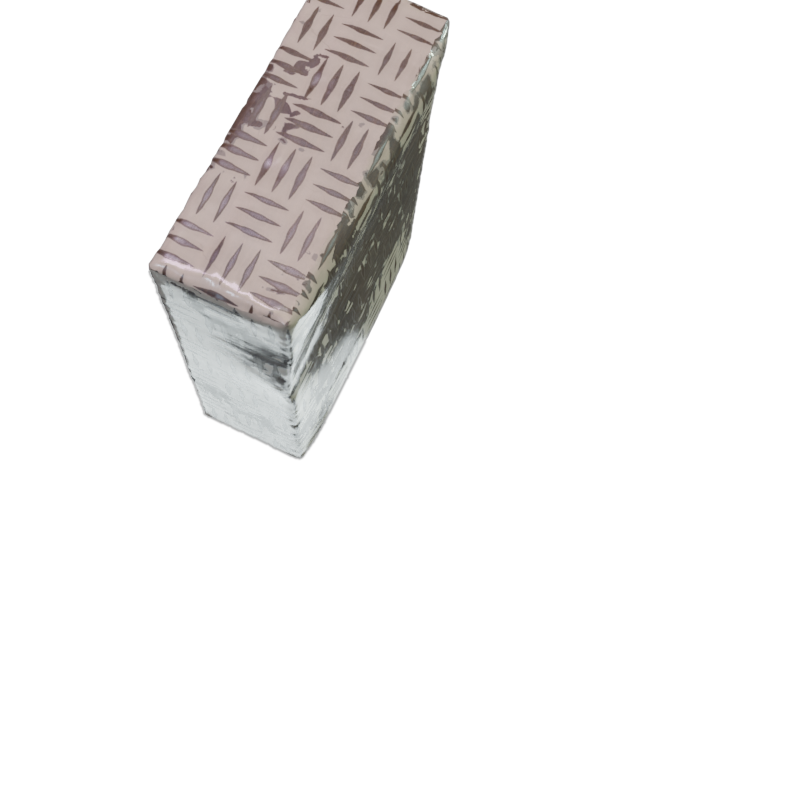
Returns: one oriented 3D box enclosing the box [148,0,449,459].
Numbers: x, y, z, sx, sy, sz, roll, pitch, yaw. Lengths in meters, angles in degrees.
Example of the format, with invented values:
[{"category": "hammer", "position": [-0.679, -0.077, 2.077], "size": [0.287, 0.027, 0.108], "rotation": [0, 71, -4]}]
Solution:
[{"category": "box", "position": [-0.043, -0.079, 0.552], "size": [0.073, 0.169, 0.204], "rotation": [24, -19, 4]}]
